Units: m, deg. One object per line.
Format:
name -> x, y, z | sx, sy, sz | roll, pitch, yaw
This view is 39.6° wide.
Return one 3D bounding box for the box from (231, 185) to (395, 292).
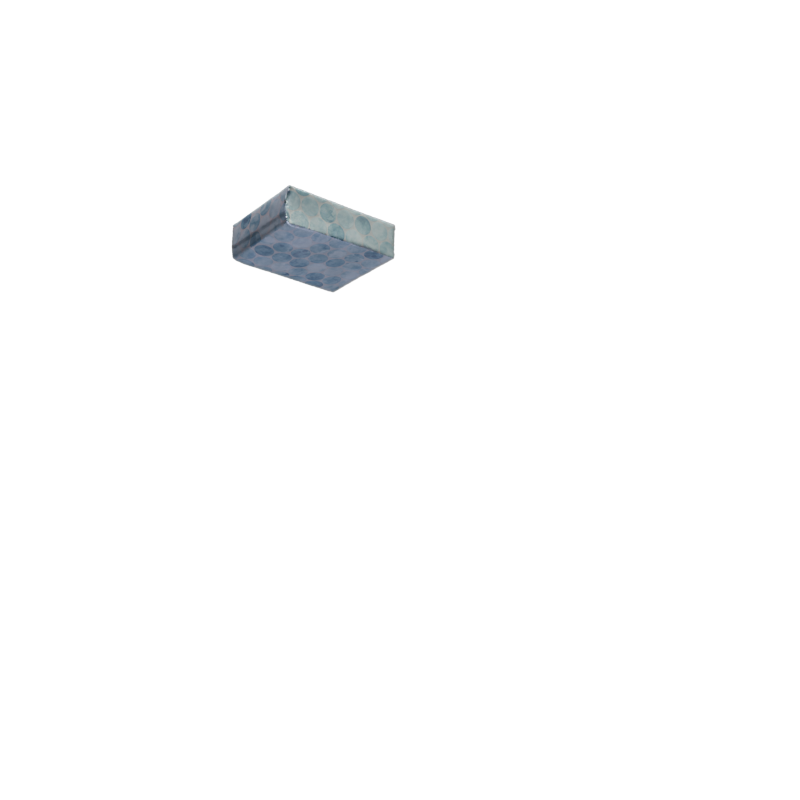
box -> -0.074, -0.135, 0.947 | 0.108, 0.041, 0.090 | 15, -26, -34
